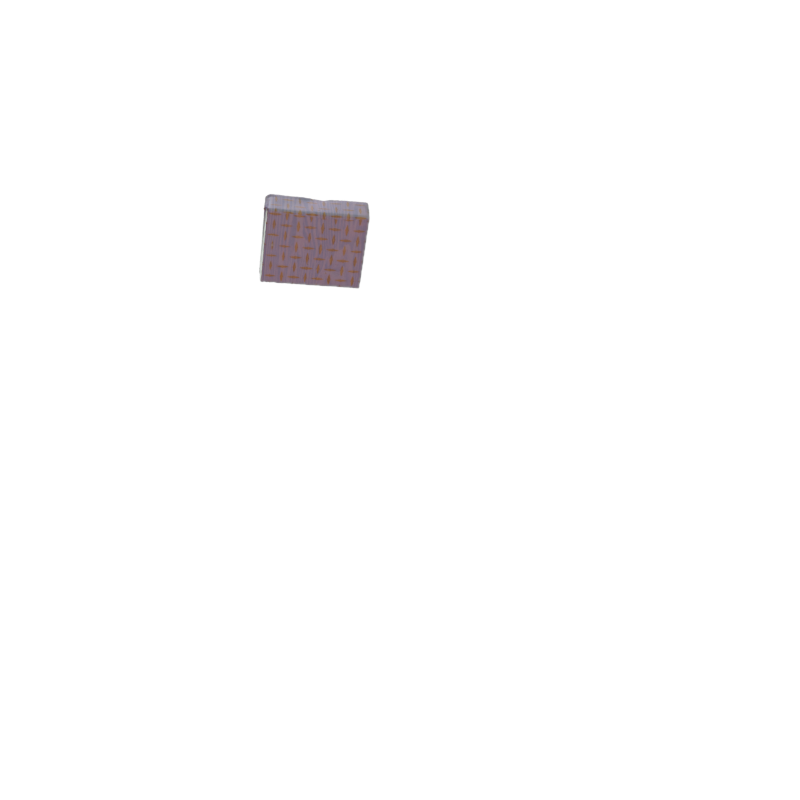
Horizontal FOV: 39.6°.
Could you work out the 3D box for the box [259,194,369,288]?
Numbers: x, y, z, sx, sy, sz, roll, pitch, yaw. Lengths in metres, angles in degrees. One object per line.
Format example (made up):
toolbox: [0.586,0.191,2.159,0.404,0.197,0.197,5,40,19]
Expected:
box: [-0.075,-0.136,0.950,0.089,0.069,0.032,5,34,-4]
